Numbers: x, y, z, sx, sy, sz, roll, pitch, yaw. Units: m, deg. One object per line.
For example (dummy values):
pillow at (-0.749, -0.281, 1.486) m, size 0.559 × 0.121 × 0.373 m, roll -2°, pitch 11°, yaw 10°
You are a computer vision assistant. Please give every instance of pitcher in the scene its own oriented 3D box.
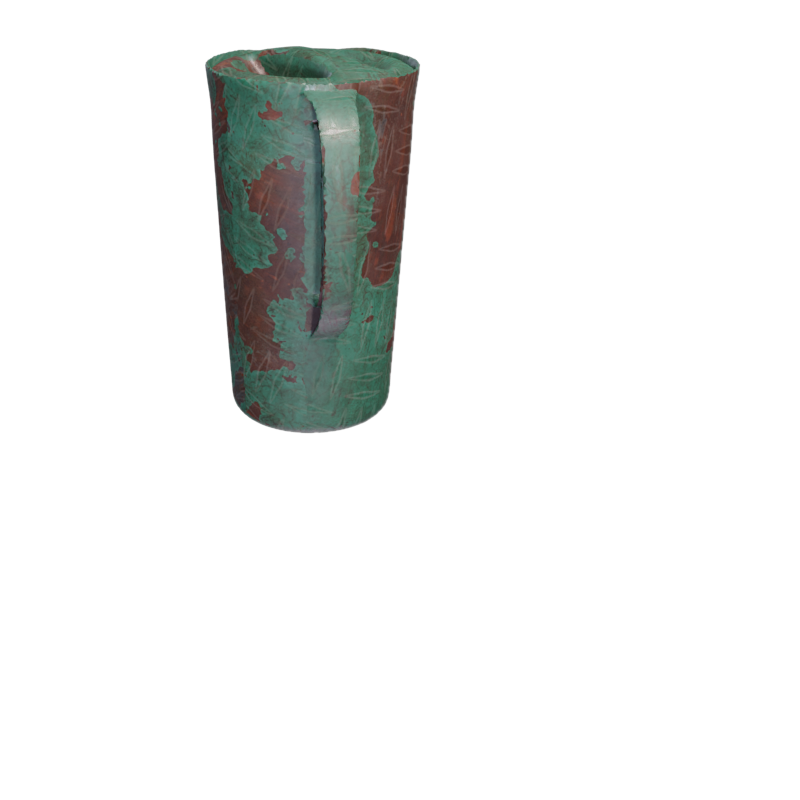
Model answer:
pitcher at (-0.056, -0.102, 0.716) m, size 0.152 × 0.232 × 0.149 m, roll 14°, pitch 25°, yaw 30°
